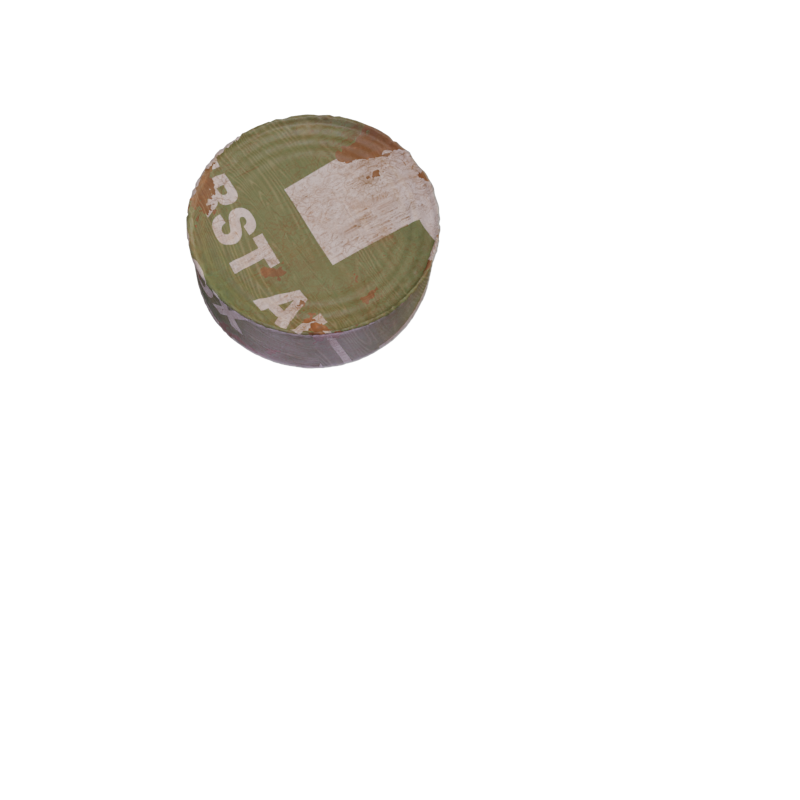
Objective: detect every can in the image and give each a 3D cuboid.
[{"bbox_3d":[-0.030,-0.055,0.387,0.086,0.091,0.032,-1,-27,-1],"label":"can"}]
